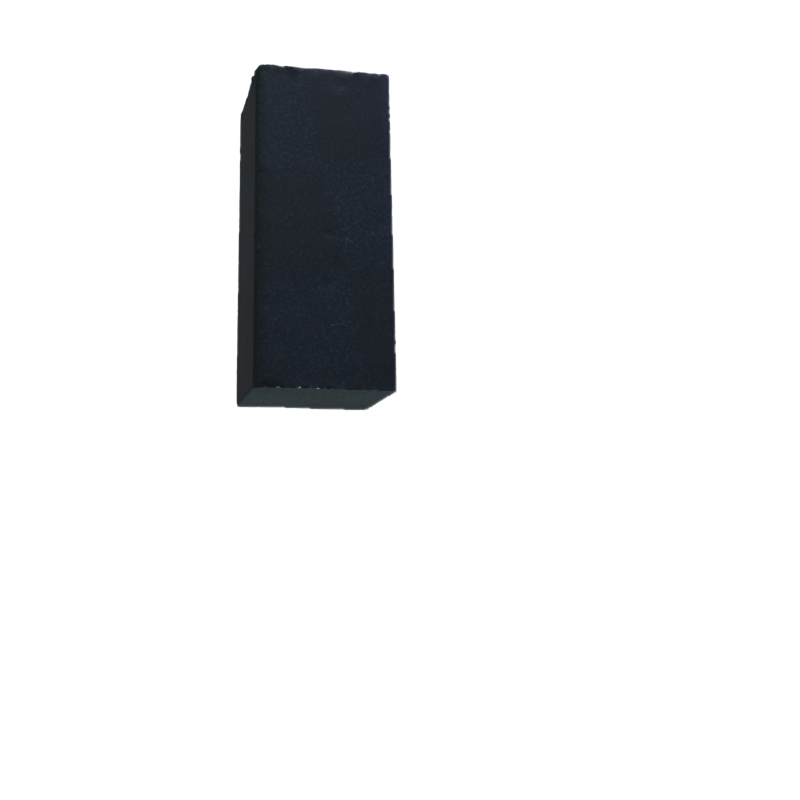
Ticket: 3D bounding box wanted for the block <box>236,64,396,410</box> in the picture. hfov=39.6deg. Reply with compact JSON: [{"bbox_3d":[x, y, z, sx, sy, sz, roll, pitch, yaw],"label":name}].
[{"bbox_3d":[-0.057,-0.103,0.723,0.089,0.214,0.089,2,-15,-12],"label":"block"}]
